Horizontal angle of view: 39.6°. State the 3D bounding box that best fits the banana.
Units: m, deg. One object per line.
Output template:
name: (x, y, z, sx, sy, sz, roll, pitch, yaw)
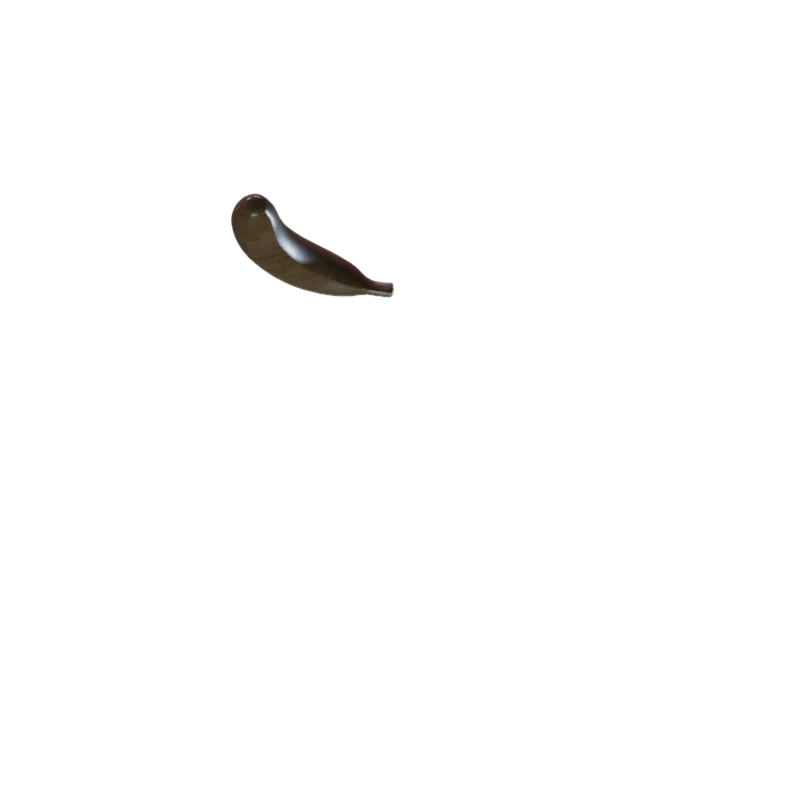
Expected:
banana: (-0.079, -0.115, 0.837, 0.071, 0.038, 0.185, -9, -17, 29)
